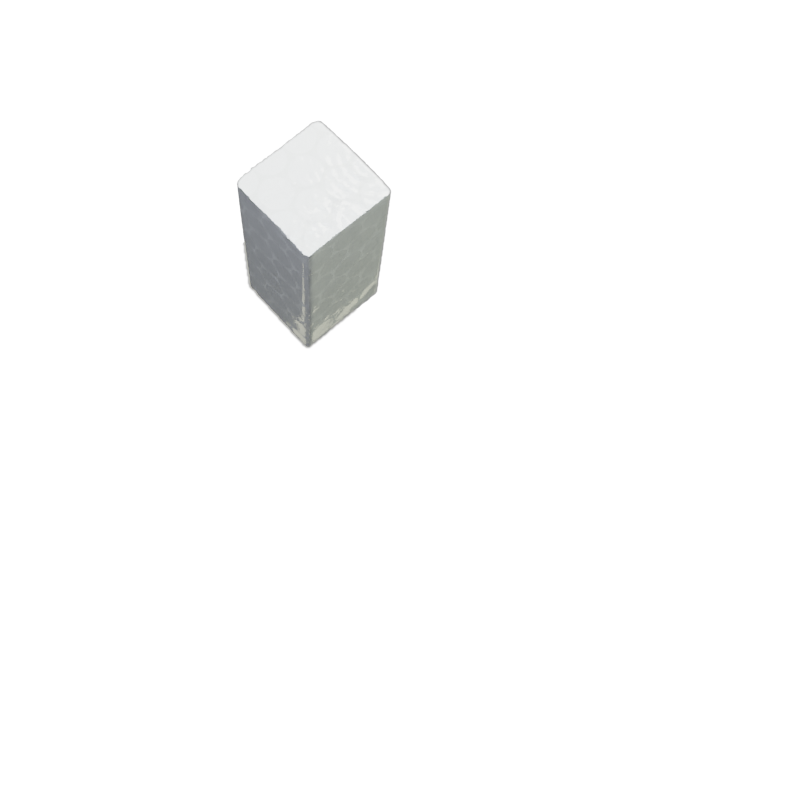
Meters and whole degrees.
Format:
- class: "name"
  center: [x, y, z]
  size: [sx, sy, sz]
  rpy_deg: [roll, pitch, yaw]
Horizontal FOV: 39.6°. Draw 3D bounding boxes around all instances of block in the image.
- class: "block"
  center: [-0.075, -0.137, 0.959]
  size: [0.091, 0.094, 0.197]
  rpy_deg: [-40, -12, -15]
